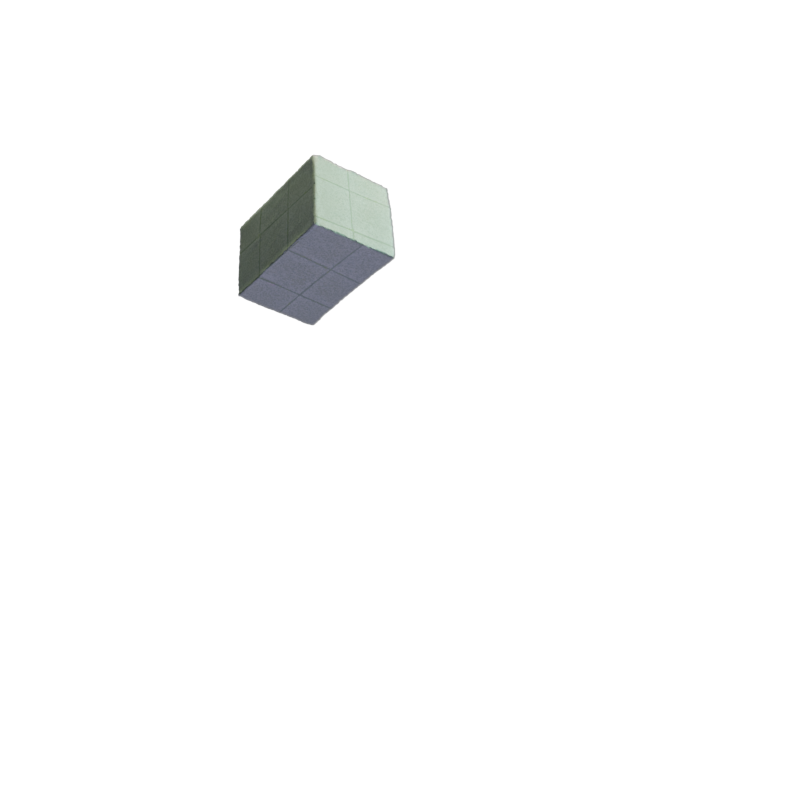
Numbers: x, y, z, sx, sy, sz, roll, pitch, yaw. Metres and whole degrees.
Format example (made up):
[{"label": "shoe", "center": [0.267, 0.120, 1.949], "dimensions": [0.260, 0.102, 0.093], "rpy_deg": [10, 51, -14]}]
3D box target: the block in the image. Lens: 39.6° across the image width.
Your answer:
[{"label": "block", "center": [-0.048, -0.087, 0.609], "dimensions": [0.050, 0.055, 0.077], "rpy_deg": [23, -41, -31]}]
